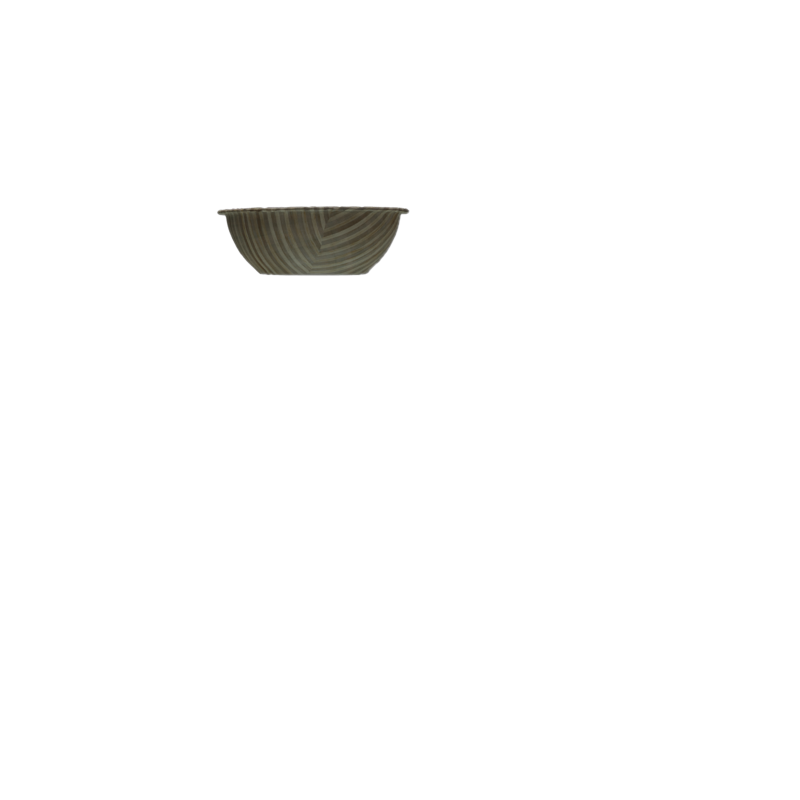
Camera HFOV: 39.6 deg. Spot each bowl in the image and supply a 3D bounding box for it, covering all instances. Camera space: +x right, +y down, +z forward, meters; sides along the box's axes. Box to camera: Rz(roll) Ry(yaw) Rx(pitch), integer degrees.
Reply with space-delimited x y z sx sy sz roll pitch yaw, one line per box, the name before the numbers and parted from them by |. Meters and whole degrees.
bowl | -0.073 -0.133 0.932 0.162 0.055 0.164 0 7 -2
